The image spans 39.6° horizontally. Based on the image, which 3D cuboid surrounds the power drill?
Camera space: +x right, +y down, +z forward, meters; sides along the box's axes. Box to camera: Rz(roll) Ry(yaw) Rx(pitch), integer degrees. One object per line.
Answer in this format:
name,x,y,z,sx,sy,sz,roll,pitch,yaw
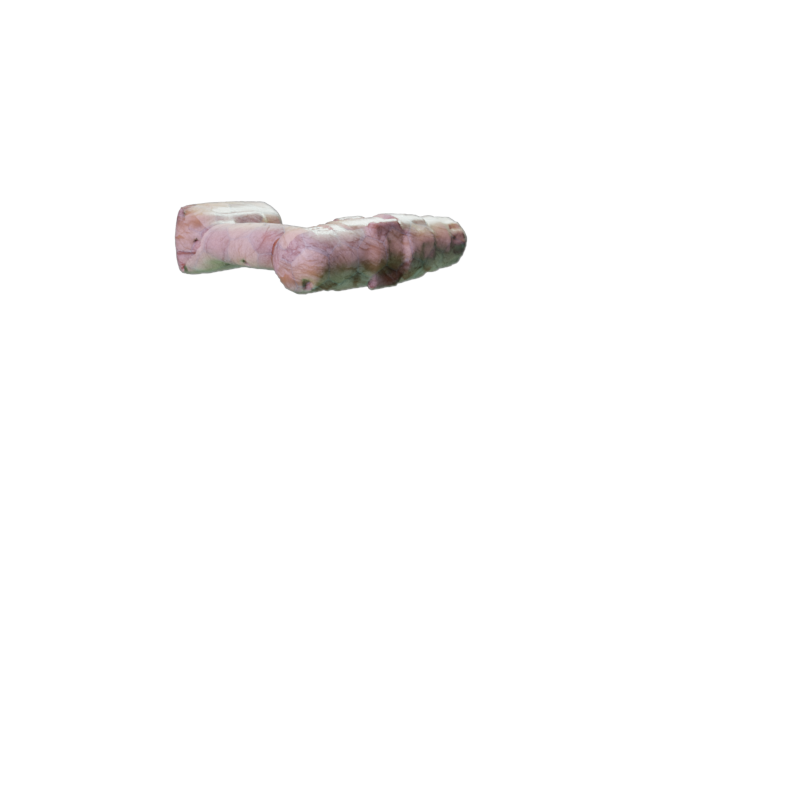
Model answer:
power drill,-0.066,-0.121,0.849,0.197,0.056,0.179,11,16,42
